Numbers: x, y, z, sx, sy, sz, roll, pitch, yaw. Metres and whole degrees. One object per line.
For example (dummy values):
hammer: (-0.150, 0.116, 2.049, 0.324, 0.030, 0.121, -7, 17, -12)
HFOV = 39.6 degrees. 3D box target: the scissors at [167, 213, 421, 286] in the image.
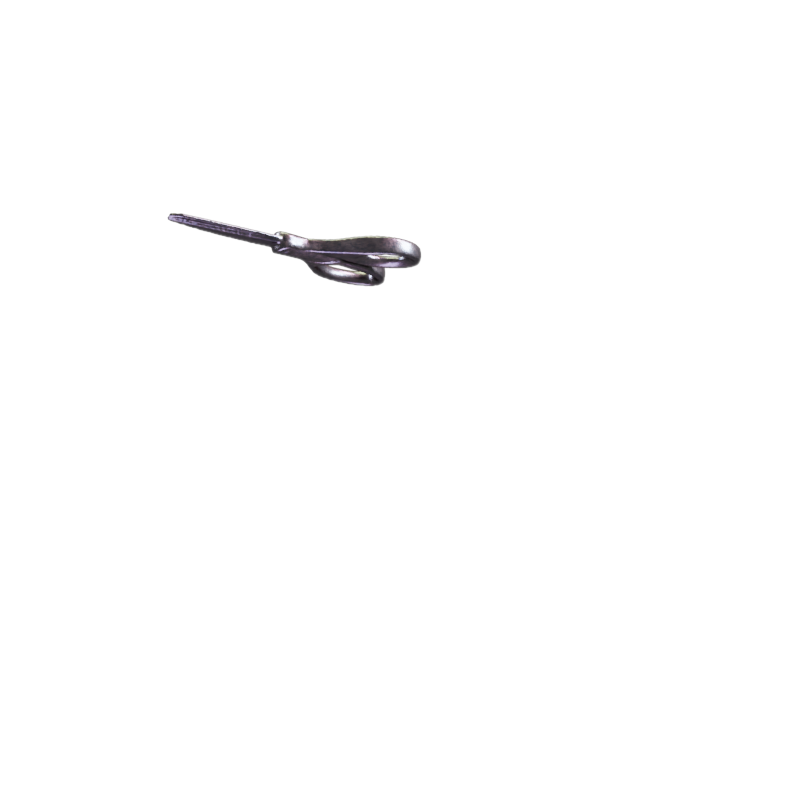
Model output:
scissors: (-0.062, -0.113, 0.795, 0.098, 0.016, 0.190, -8, -14, 35)
